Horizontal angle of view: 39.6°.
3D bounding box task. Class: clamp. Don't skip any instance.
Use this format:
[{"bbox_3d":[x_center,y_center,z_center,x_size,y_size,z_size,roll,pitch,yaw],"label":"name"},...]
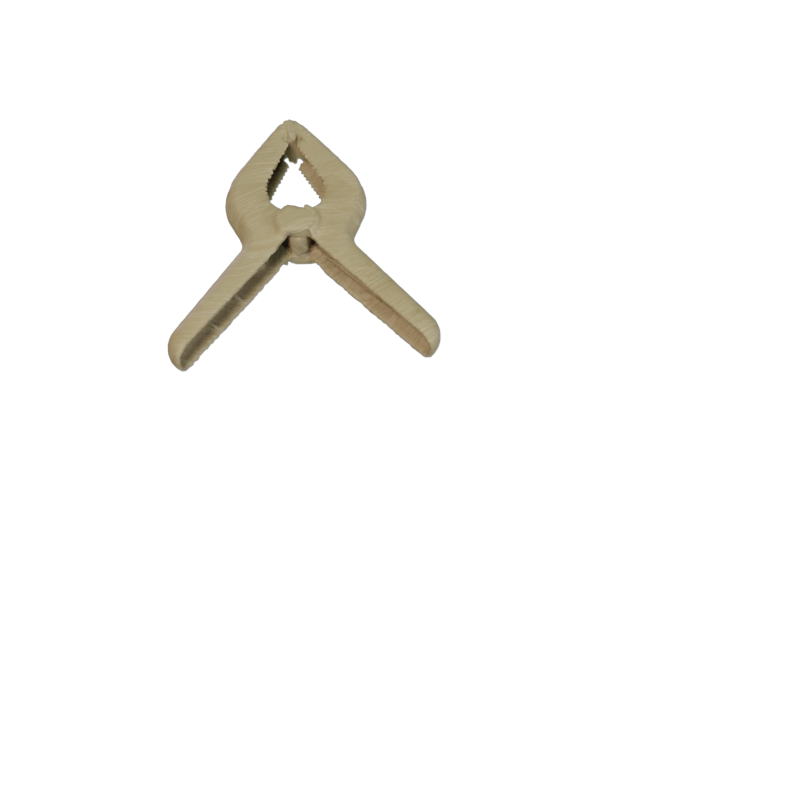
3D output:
[{"bbox_3d":[-0.057,-0.104,0.728,0.165,0.225,0.034,2,-39,1],"label":"clamp"}]
